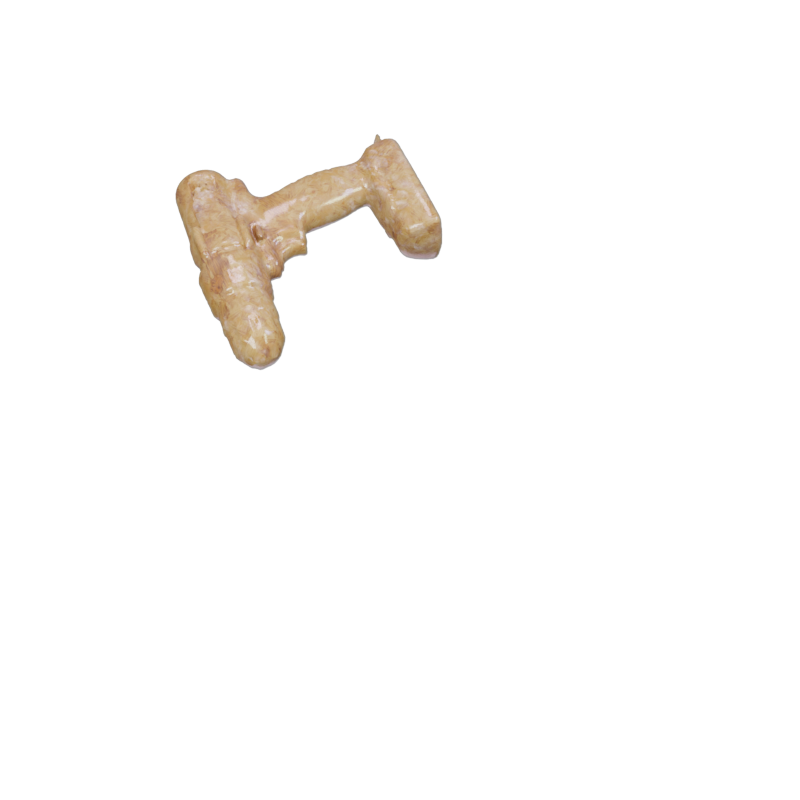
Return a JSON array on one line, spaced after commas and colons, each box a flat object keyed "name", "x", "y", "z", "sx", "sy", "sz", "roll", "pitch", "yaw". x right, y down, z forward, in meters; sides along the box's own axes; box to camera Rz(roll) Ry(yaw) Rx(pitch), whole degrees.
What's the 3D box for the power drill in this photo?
[{"name": "power drill", "x": -0.067, "y": -0.122, "z": 0.855, "sx": 0.186, "sy": 0.199, "sz": 0.054, "roll": -17, "pitch": -33, "yaw": -12}]
